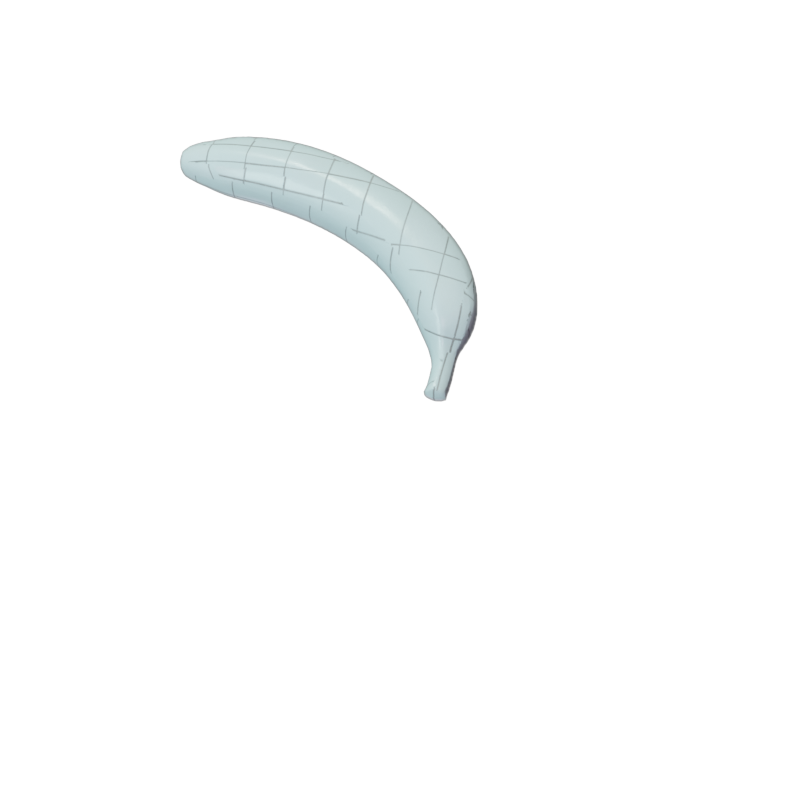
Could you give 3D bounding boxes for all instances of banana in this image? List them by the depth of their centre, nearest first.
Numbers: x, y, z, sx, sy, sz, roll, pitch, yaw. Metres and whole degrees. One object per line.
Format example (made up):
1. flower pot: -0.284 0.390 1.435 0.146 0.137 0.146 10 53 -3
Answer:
1. banana: -0.027 -0.087 0.559 0.070 0.210 0.034 -36 -29 -24
